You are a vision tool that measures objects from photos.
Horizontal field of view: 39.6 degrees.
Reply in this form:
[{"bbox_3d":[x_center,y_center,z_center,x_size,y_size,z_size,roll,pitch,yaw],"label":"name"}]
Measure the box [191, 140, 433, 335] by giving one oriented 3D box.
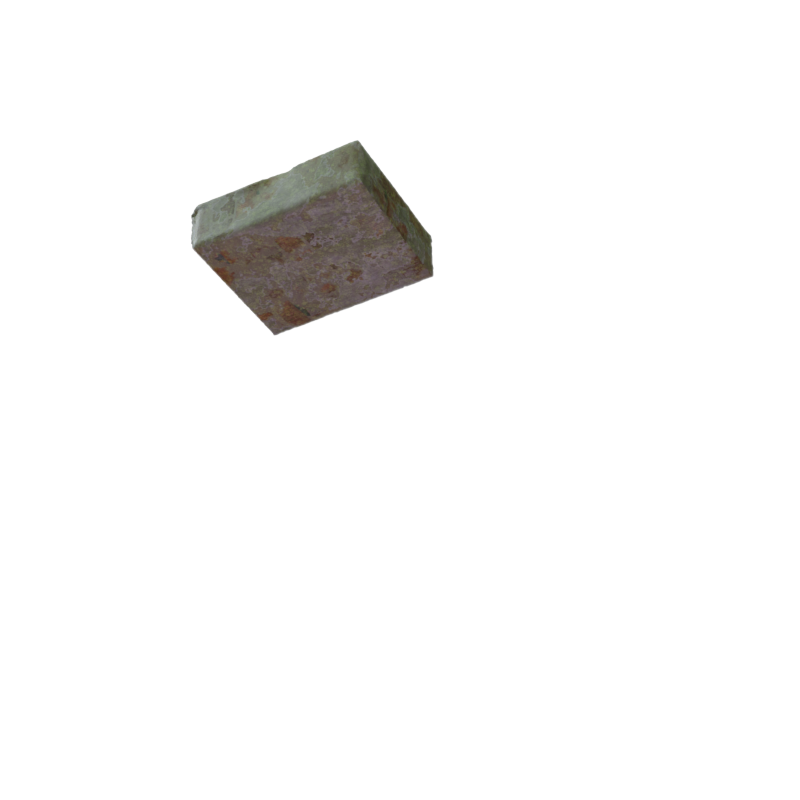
[{"bbox_3d":[-0.040,-0.073,0.509,0.090,0.032,0.067,-18,-41,22],"label":"box"}]
